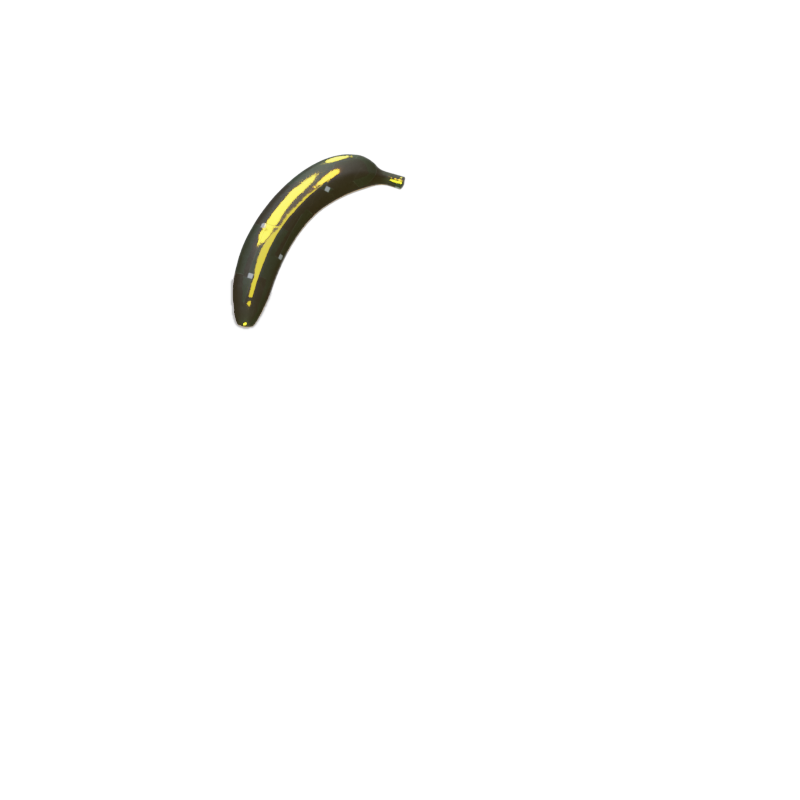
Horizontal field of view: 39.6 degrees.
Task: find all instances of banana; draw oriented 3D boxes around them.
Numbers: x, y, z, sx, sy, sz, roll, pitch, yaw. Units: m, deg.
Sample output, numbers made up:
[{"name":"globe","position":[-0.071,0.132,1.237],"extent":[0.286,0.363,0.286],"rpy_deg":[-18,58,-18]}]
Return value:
[{"name":"banana","position":[-0.084,-0.148,0.938],"extent":[0.072,0.200,0.035],"rpy_deg":[41,-16,13]}]
